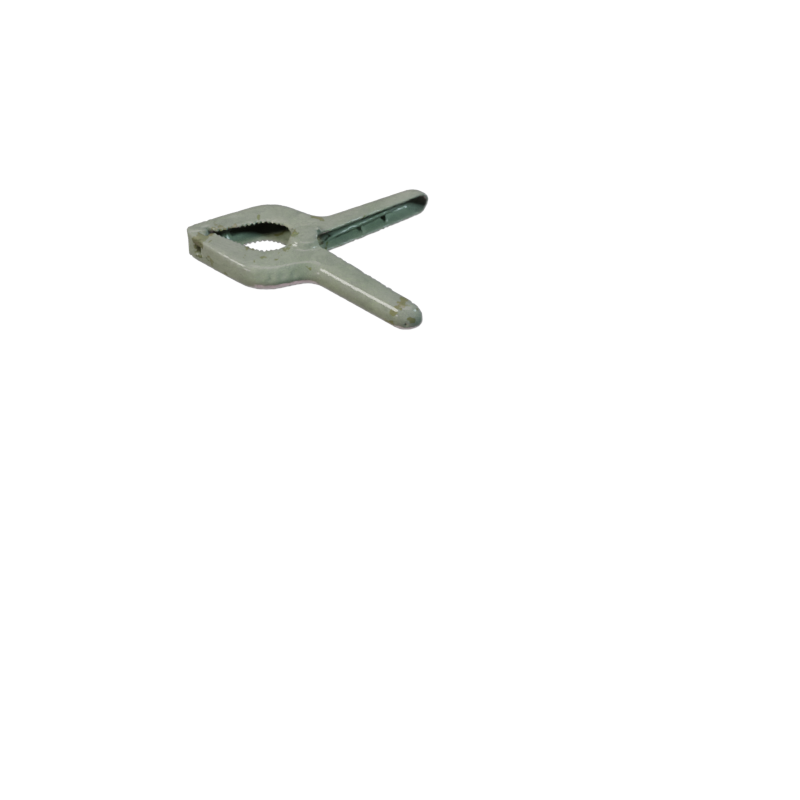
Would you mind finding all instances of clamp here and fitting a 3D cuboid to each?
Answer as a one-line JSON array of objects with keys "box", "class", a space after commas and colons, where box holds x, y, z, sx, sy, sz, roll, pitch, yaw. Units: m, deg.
[{"box": [-0.074, -0.135, 0.943, 0.213, 0.034, 0.174, 8, 44, 8], "class": "clamp"}]
